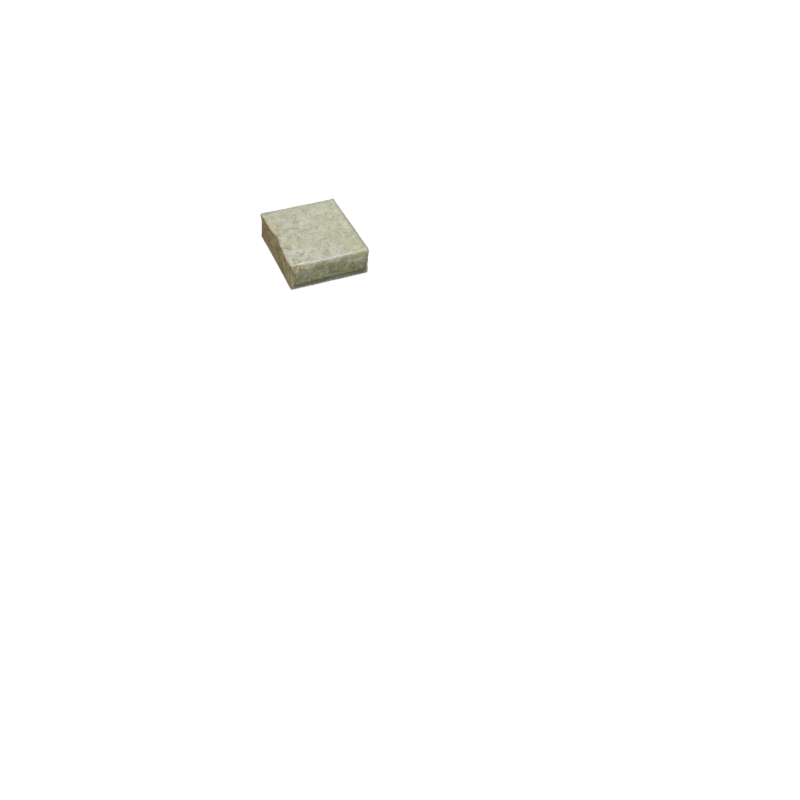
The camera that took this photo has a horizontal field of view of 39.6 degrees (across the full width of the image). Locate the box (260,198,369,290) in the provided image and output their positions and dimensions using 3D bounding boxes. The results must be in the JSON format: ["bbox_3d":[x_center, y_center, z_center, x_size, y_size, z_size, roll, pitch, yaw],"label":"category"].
[{"bbox_3d":[-0.078,-0.142,0.994,0.072,0.028,0.097,-14,43,-16],"label":"box"}]
